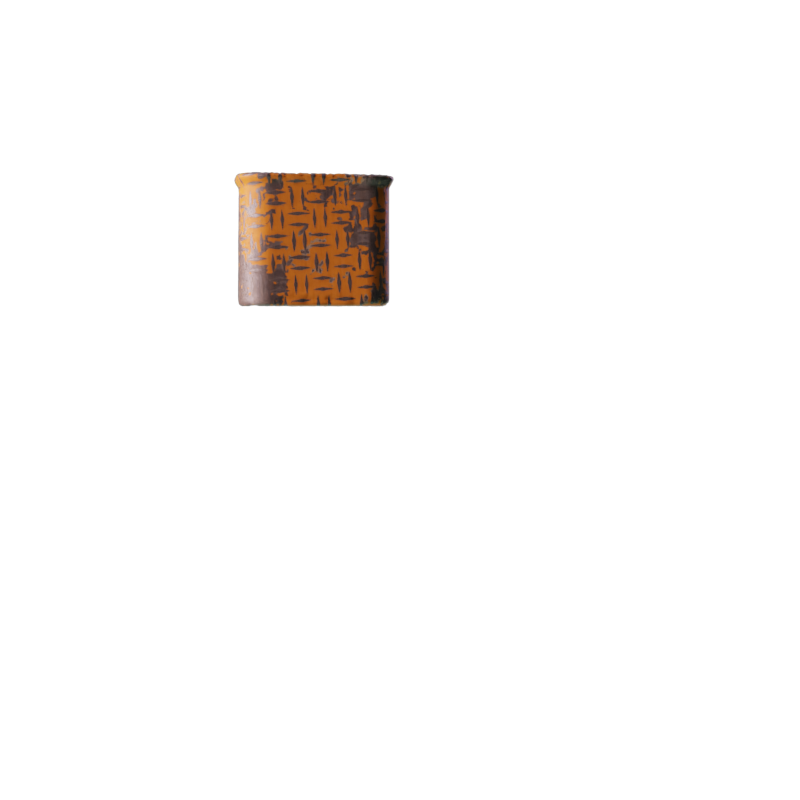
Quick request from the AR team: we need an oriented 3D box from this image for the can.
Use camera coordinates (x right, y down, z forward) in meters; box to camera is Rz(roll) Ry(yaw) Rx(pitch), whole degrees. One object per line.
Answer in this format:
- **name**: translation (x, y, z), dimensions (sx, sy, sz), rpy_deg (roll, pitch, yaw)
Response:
- **can**: translation (-0.056, -0.103, 0.718), dimensions (0.101, 0.084, 0.058), rpy_deg (0, -1, -9)
